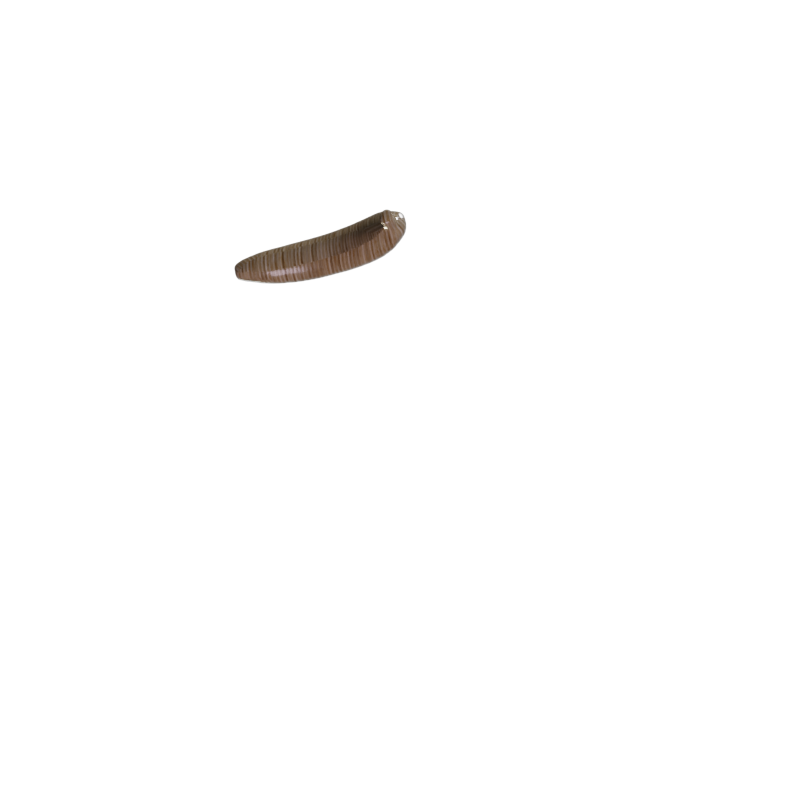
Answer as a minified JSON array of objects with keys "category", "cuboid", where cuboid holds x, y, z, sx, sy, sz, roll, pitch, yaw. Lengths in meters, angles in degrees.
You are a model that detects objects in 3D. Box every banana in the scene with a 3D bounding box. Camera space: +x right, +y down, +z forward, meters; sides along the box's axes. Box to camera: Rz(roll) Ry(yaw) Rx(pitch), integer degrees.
[{"category":"banana","cuboid":[-0.063,-0.139,1.001,0.200,0.038,0.065,-15,-23,40]}]
